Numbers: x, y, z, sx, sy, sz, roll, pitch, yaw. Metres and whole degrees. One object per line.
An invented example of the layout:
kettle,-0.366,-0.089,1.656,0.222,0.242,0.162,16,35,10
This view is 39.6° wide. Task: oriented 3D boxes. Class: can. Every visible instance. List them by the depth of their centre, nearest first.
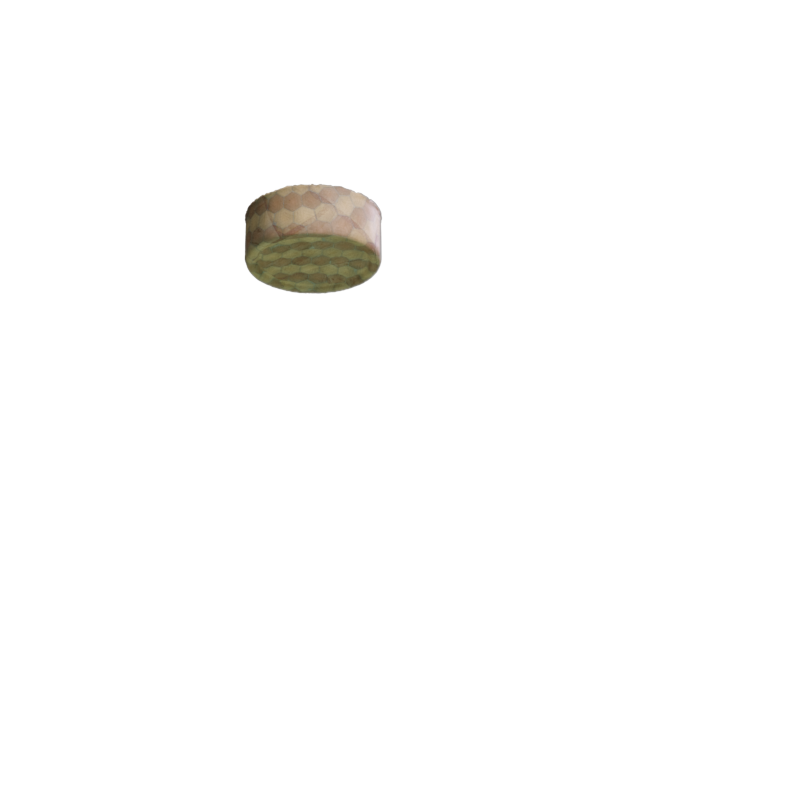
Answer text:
can,-0.054,-0.098,0.687,0.086,0.035,0.081,0,-22,-2
